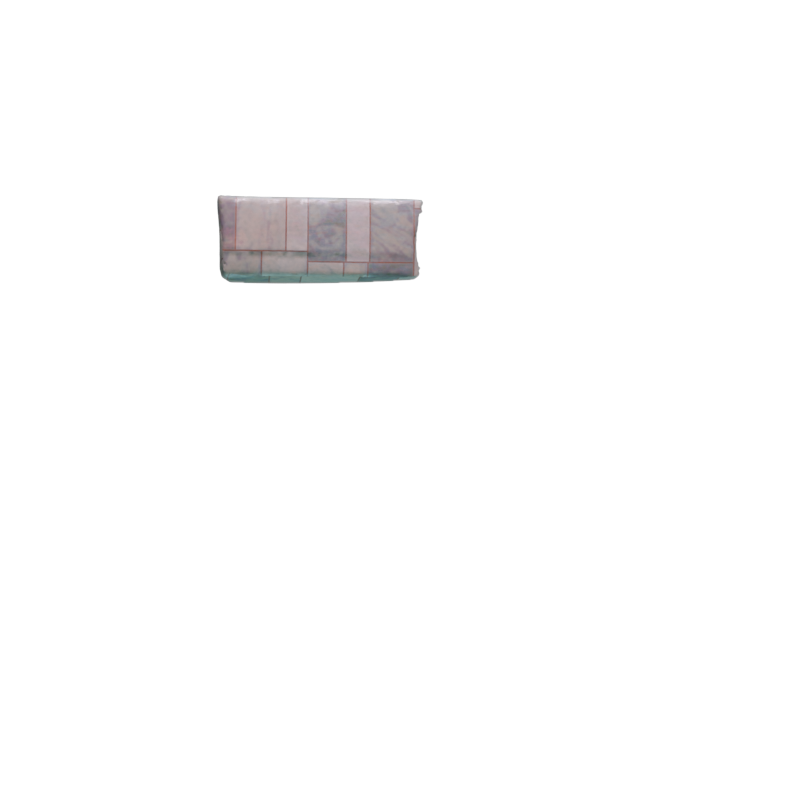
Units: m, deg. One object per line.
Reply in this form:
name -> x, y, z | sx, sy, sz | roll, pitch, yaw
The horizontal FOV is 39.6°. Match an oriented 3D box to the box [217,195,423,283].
box -> -0.042, -0.076, 0.531 | 0.089, 0.039, 0.115 | -1, 7, -6
